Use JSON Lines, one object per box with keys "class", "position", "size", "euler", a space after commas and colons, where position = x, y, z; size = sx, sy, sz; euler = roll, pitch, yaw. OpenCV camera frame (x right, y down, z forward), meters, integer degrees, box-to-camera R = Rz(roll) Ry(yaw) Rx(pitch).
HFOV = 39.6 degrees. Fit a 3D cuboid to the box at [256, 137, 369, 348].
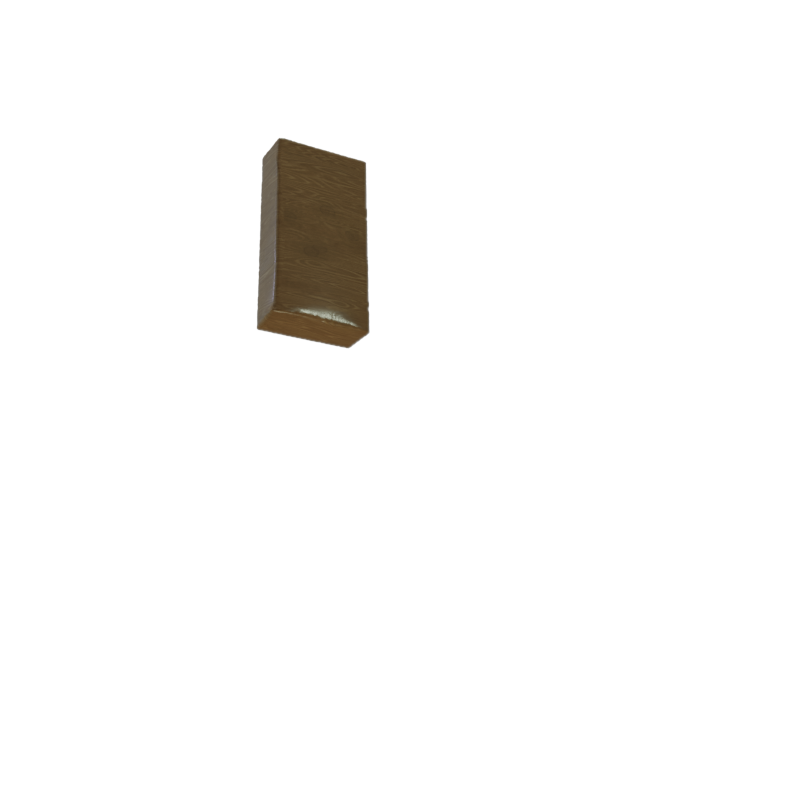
{"class": "box", "position": [-0.077, -0.141, 0.989], "size": [0.090, 0.188, 0.047], "euler": [12, -32, -24]}
